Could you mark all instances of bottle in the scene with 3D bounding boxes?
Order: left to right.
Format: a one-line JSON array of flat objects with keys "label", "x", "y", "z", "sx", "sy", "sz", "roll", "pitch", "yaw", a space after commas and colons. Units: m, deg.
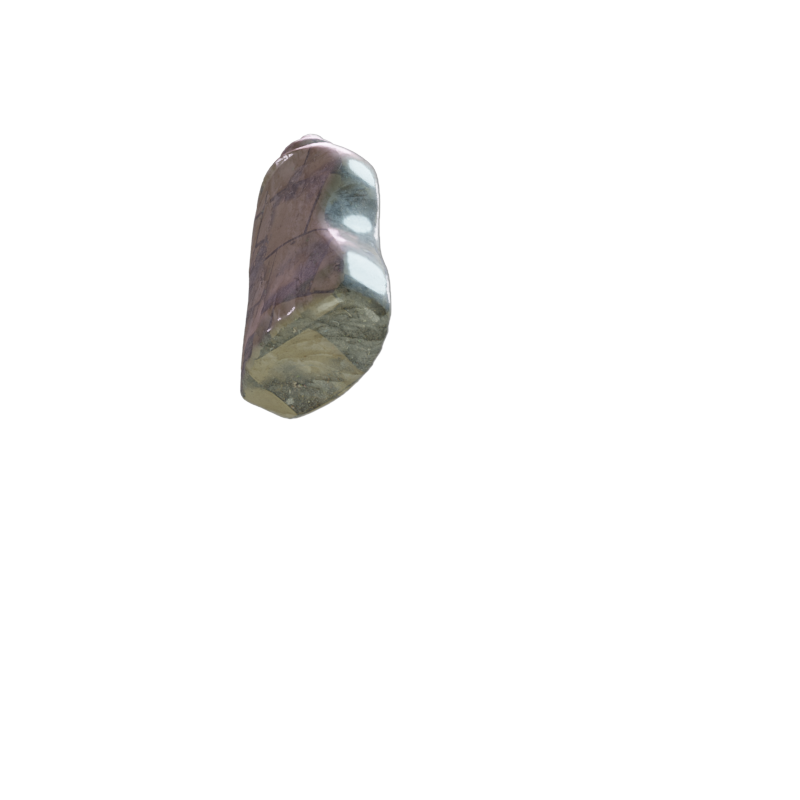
[{"label": "bottle", "x": -0.049, "y": -0.089, "z": 0.622, "sx": 0.056, "sy": 0.206, "sz": 0.094, "roll": 25, "pitch": -53, "yaw": -25}]
